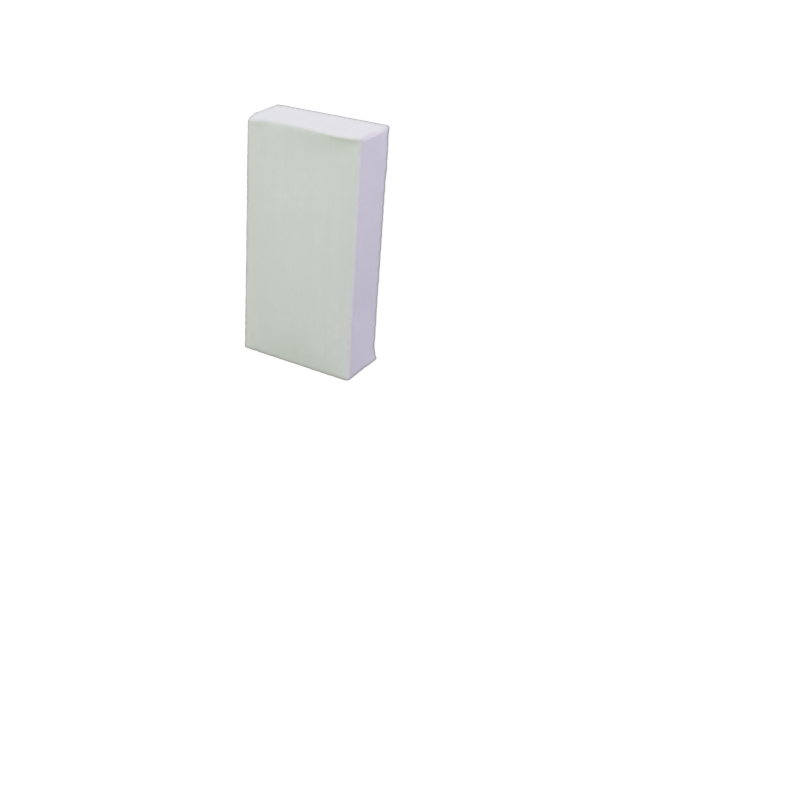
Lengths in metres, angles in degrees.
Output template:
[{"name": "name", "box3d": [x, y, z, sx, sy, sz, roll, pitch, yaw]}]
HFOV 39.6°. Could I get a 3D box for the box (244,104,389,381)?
[{"name": "box", "box3d": [-0.061, -0.110, 0.771, 0.098, 0.167, 0.048, 16, 28, 28]}]
